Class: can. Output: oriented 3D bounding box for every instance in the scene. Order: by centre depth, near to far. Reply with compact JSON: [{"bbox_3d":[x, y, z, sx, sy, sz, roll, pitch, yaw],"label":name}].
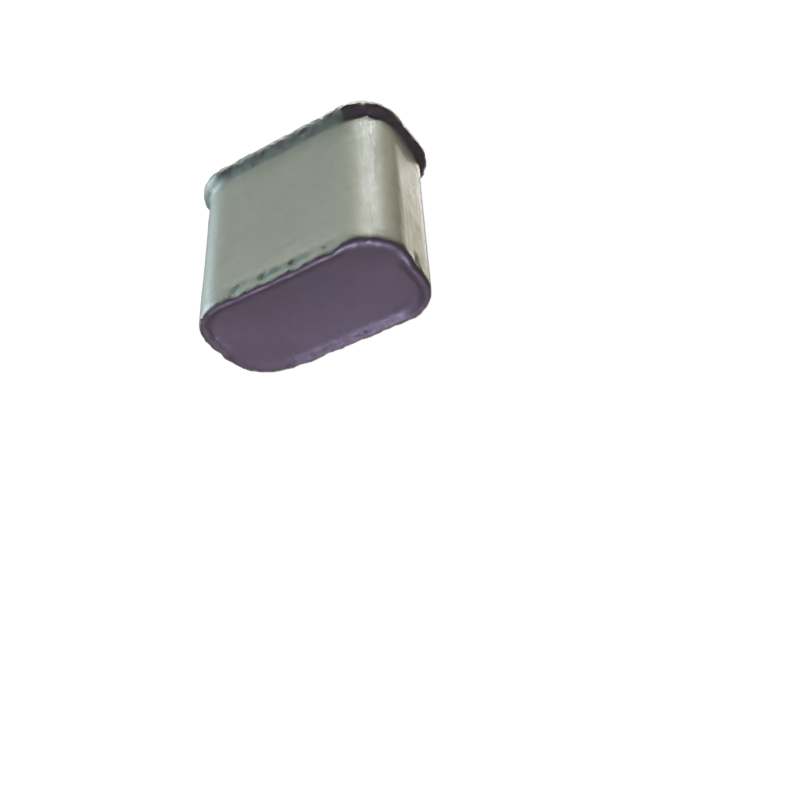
[{"bbox_3d":[-0.037,-0.068,0.477,0.102,0.090,0.053,-23,-45,22],"label":"can"}]
